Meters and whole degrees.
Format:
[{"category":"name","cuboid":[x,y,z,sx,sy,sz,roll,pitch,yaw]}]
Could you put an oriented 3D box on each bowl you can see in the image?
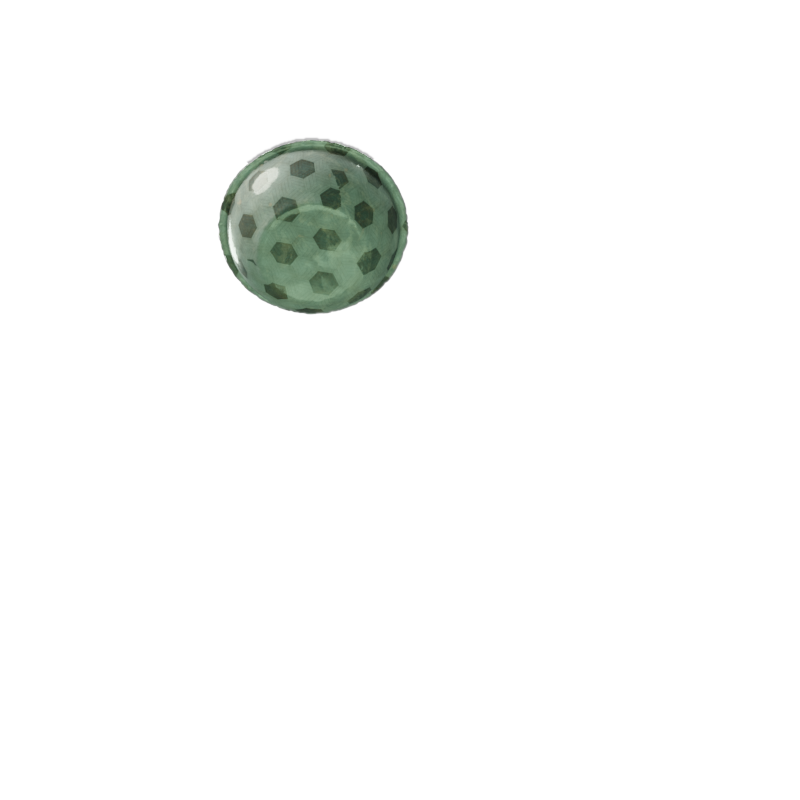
[{"category":"bowl","cuboid":[-0.072,-0.131,0.921,0.162,0.153,0.058,1,26,-1]}]
